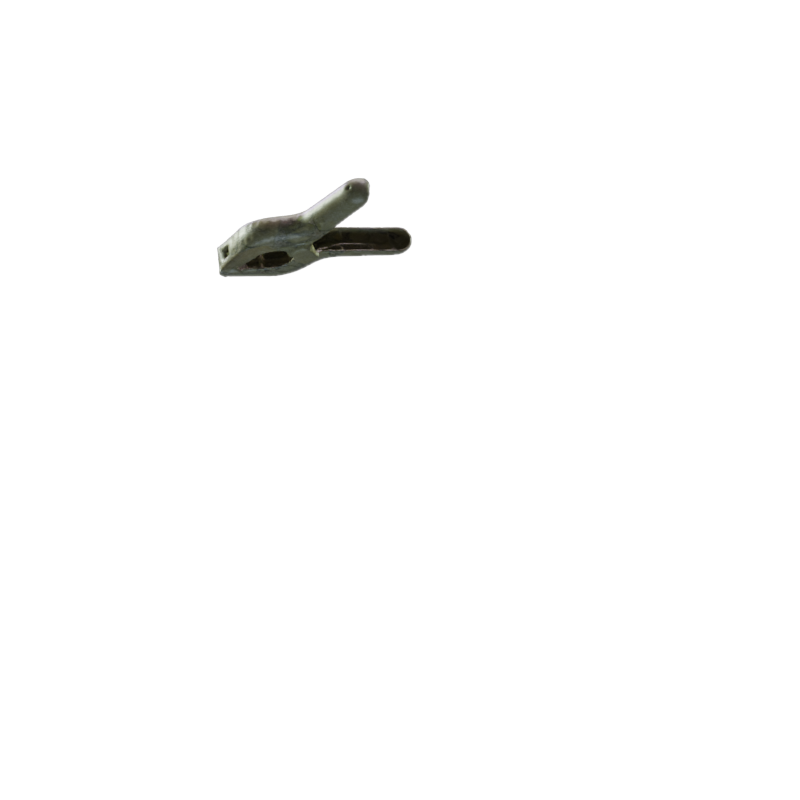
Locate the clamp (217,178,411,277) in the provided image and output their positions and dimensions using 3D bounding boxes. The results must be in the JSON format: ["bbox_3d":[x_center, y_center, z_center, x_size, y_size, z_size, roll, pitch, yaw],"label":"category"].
[{"bbox_3d":[-0.077,-0.140,0.978,0.174,0.042,0.111,-14,-29,27],"label":"clamp"}]
